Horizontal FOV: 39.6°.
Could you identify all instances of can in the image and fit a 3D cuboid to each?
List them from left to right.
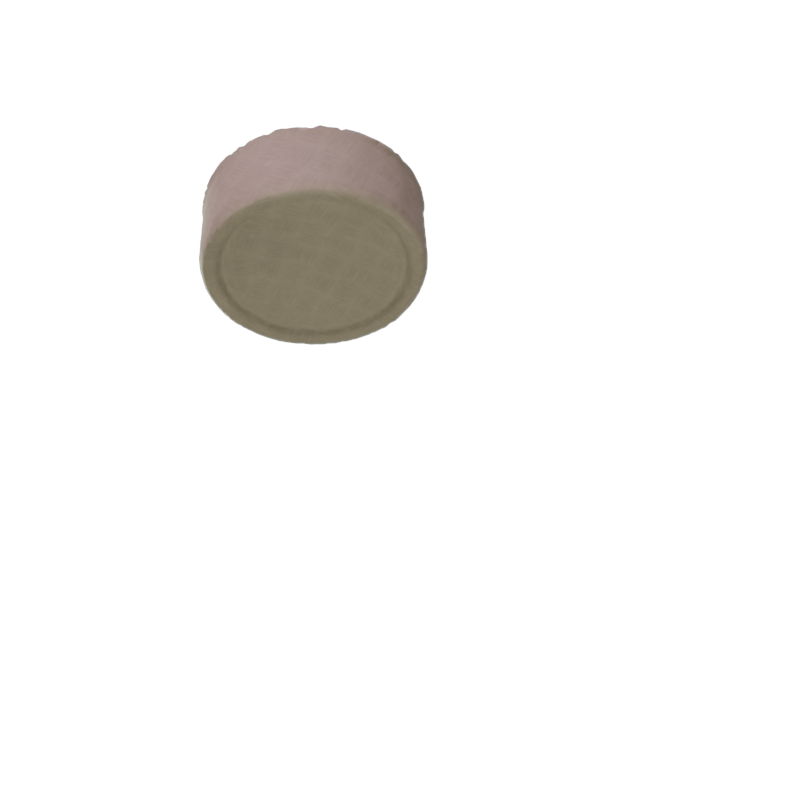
[{"bbox_3d":[-0.033,-0.060,0.418,0.086,0.036,0.080,1,-41,-1],"label":"can"}]
